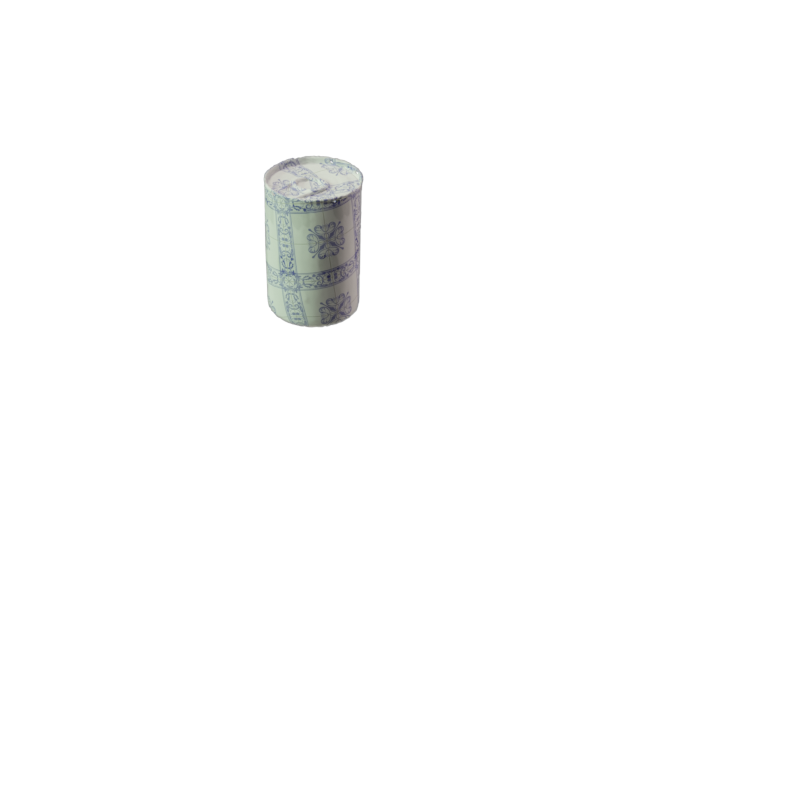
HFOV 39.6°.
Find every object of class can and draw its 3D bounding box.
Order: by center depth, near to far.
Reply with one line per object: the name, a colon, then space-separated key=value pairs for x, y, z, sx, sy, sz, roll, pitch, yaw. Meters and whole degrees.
can: x=-0.061 y=-0.111 z=0.777 sx=0.068 sy=0.096 sz=0.073 roll=0 pitch=33 yaw=-3
